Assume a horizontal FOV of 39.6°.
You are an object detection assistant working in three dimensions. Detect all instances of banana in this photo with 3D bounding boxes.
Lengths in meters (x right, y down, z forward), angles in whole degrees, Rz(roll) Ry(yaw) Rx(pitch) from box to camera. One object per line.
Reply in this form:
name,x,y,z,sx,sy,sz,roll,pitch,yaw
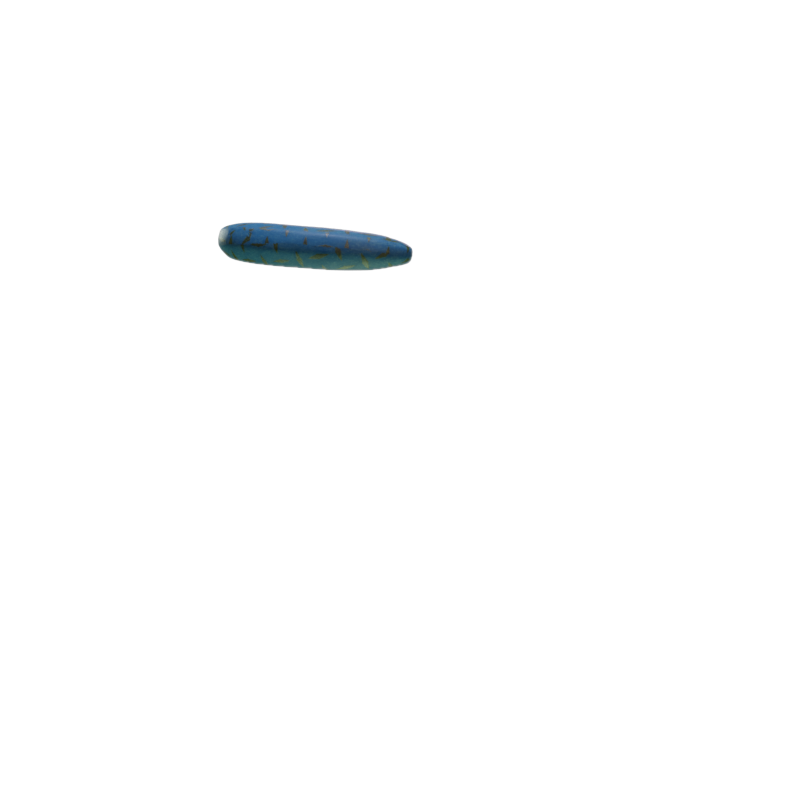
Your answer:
banana,-0.090,-0.138,0.983,0.206,0.036,0.069,9,18,29
